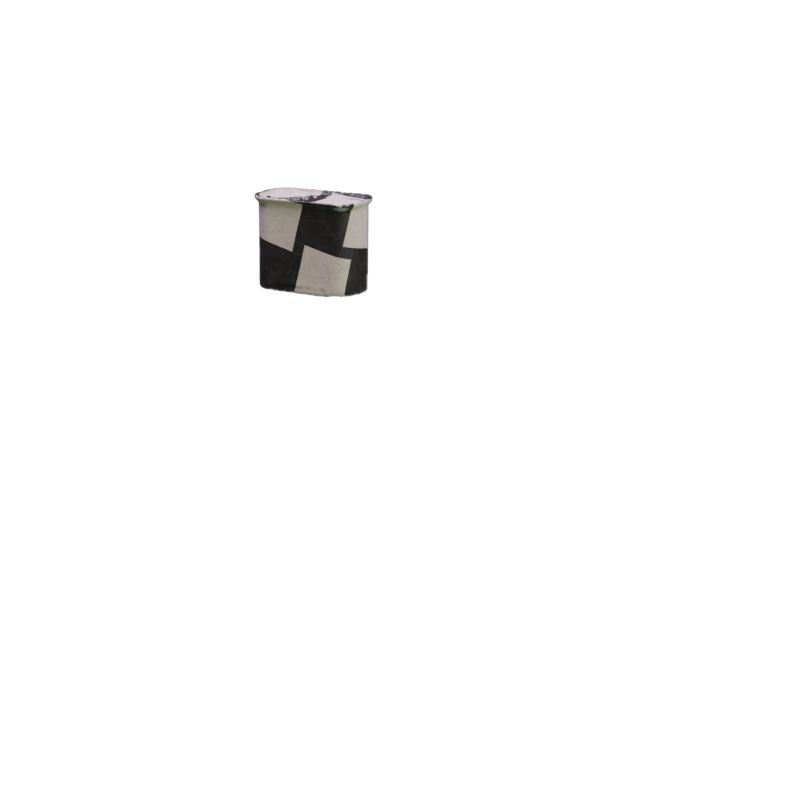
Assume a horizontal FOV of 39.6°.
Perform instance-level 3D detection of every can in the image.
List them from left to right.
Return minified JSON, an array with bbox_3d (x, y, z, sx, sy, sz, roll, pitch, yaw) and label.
[{"bbox_3d":[-0.076,-0.139,0.975,0.106,0.081,0.057,9,18,26],"label":"can"}]
